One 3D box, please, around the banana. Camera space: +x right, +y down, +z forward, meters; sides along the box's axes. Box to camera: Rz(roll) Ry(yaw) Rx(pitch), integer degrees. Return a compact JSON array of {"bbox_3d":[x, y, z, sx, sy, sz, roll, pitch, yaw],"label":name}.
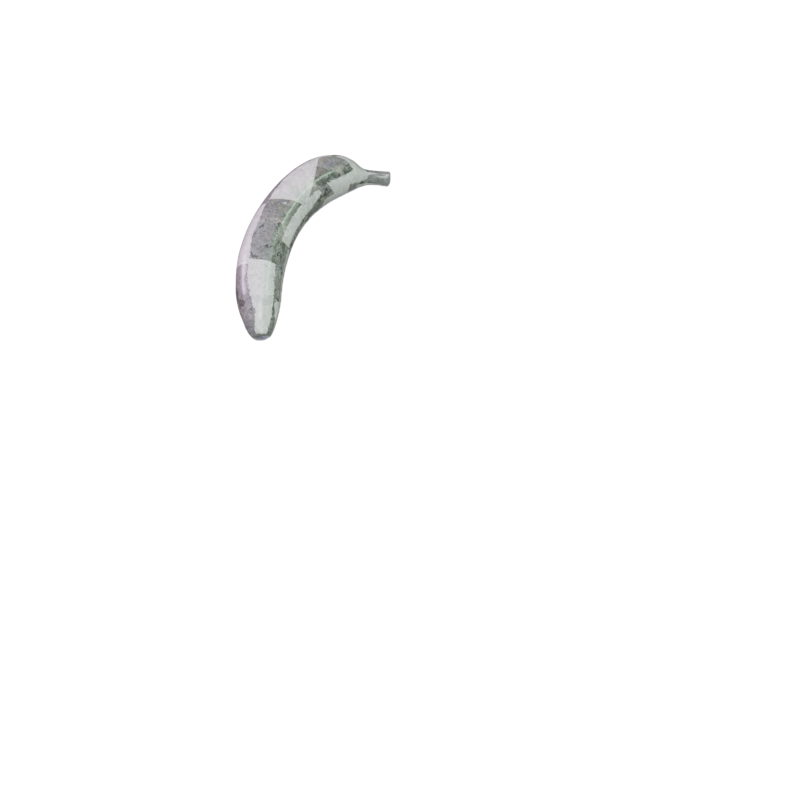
[{"bbox_3d":[-0.080,-0.131,0.847,0.072,0.204,0.034,23,-34,16],"label":"banana"}]
